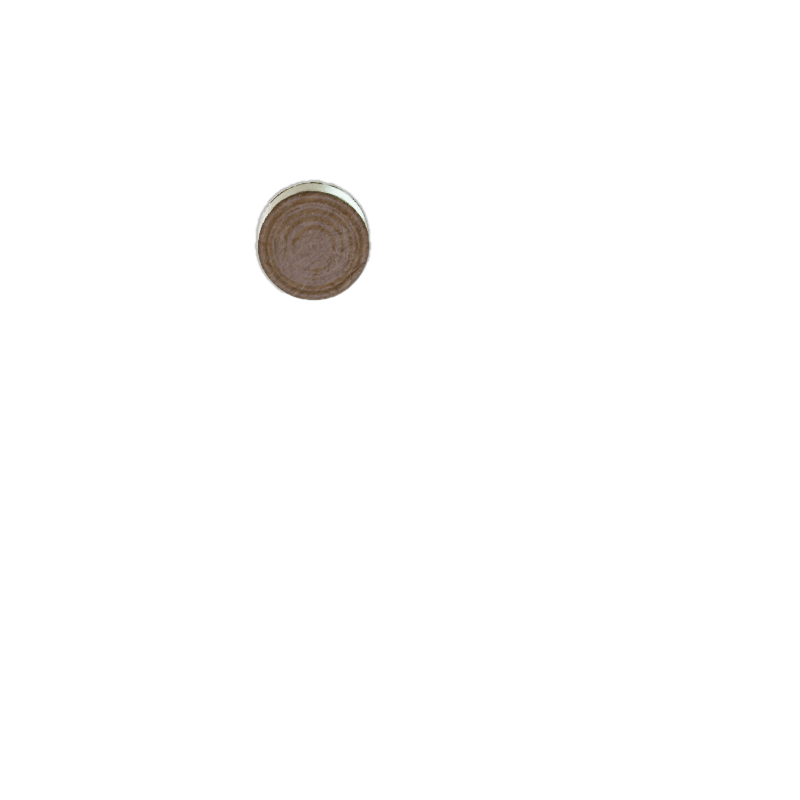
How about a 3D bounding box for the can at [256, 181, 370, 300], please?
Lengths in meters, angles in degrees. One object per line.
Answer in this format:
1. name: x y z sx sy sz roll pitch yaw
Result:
1. can: -0.065 -0.119 0.834 0.086 0.083 0.035 0 17 -1
